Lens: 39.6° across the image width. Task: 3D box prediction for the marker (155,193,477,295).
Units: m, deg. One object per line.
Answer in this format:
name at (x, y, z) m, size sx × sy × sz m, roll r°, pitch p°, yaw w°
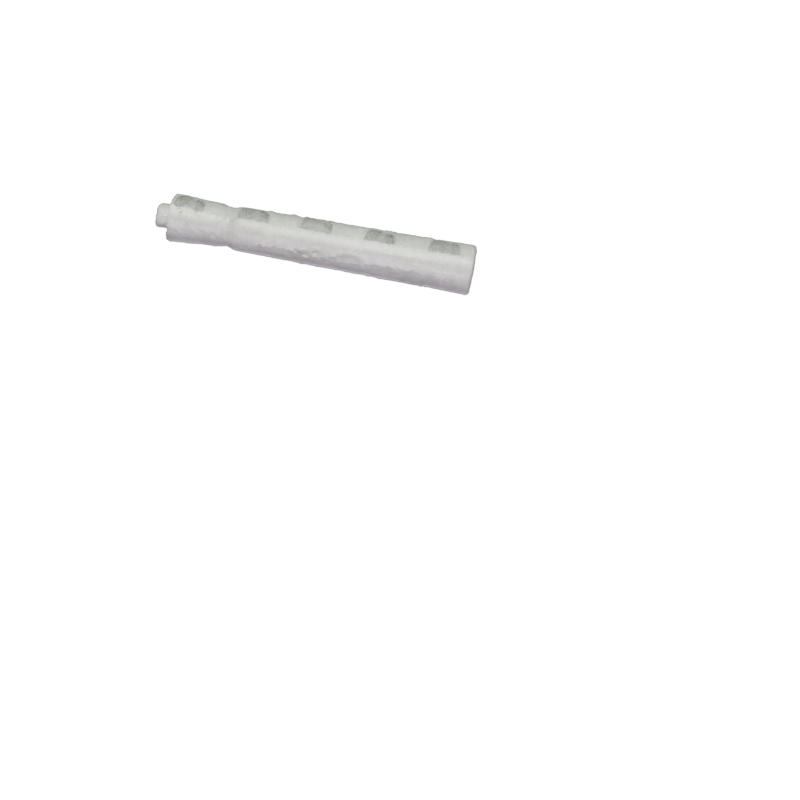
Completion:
marker at (-0.033, -0.060, 0.417) m, size 0.122 × 0.020 × 0.020 m, roll 11°, pitch 5°, yaw 6°
